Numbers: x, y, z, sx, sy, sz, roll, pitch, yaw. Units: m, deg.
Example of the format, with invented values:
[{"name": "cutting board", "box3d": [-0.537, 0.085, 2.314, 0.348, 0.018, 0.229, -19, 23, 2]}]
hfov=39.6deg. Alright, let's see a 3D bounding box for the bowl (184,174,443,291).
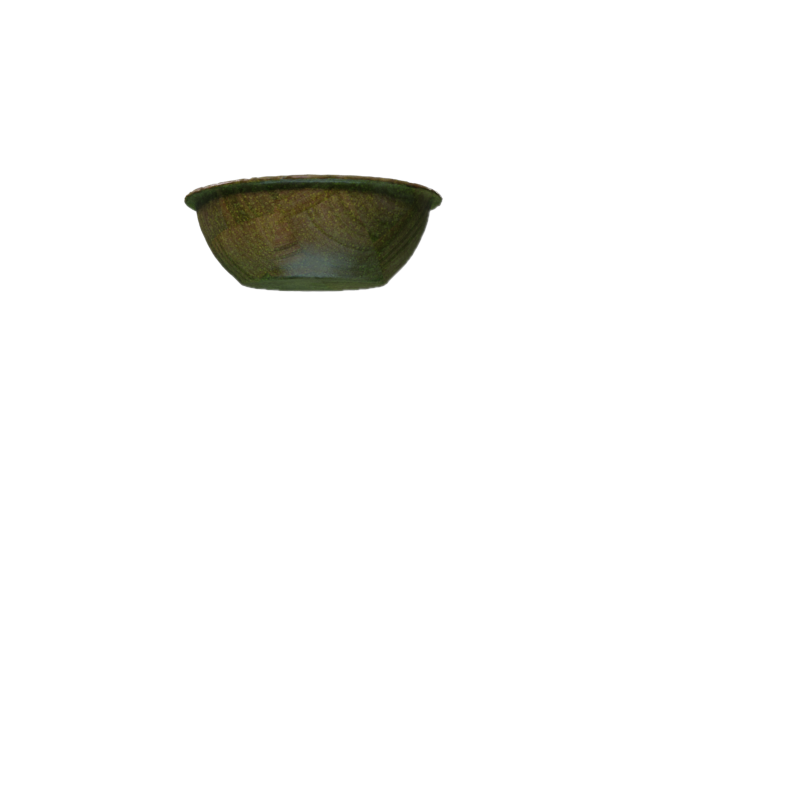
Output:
[{"name": "bowl", "box3d": [-0.054, -0.099, 0.692, 0.162, 0.056, 0.161, 0, 0, -2]}]
